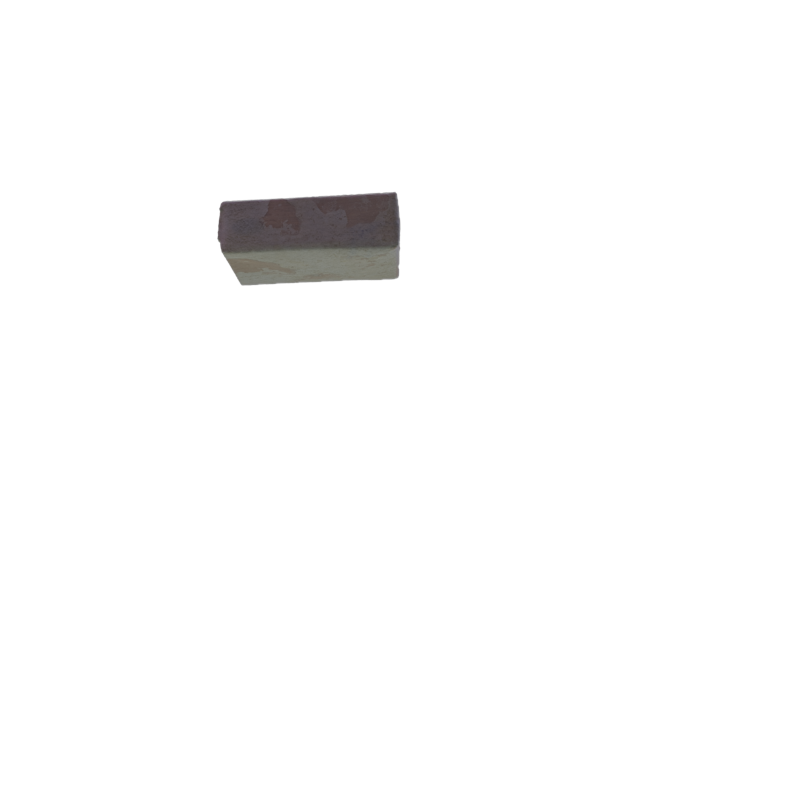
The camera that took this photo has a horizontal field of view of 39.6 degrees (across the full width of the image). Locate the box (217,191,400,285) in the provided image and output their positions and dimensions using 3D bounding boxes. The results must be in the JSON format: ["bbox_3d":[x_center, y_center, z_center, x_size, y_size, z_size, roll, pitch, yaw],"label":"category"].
[{"bbox_3d":[-0.057,-0.103,0.722,0.114,0.040,0.087,0,-8,2],"label":"box"}]
